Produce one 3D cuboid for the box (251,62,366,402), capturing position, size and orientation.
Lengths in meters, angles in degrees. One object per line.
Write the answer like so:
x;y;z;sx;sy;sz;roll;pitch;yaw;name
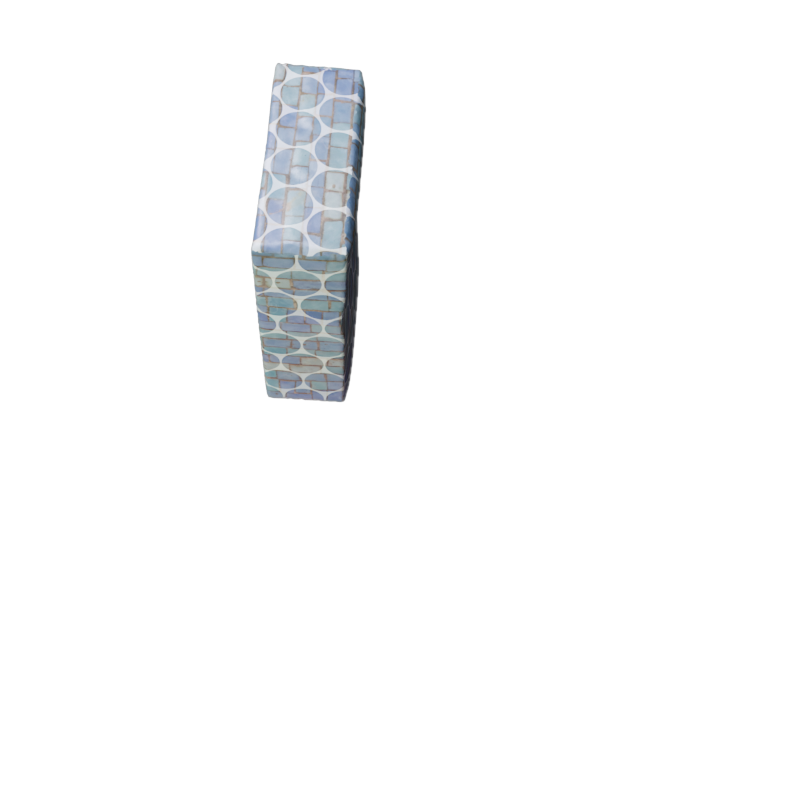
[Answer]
-0.065;-0.119;0.830;0.072;0.175;0.201;4;-30;-2;box
